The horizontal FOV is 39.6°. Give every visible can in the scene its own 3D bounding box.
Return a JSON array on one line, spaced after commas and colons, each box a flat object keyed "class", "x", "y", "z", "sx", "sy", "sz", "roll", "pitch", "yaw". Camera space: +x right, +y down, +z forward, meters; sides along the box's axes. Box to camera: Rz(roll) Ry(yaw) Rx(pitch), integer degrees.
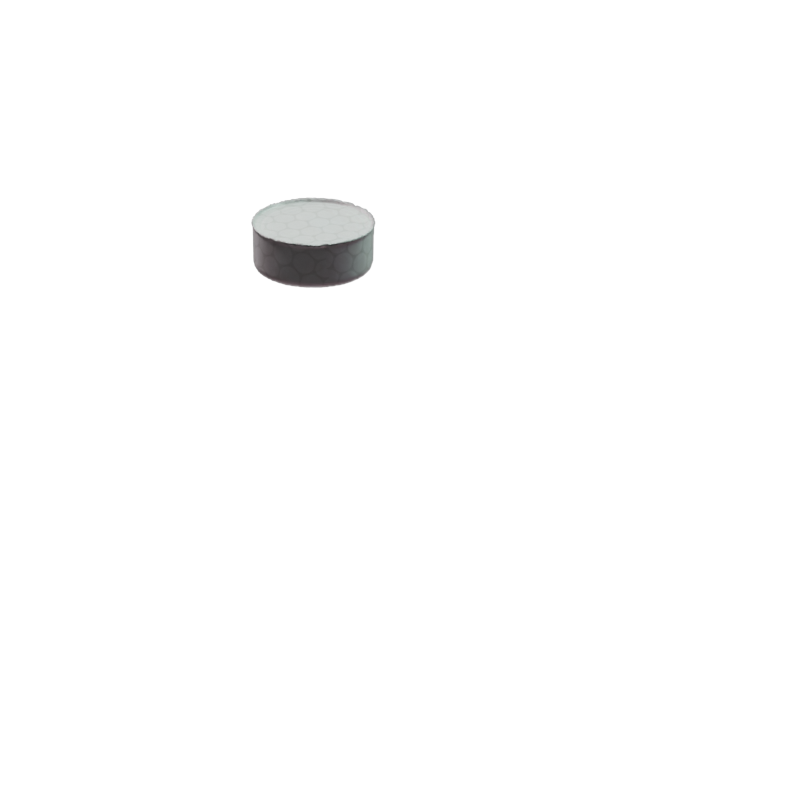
[{"class": "can", "x": -0.061, "y": -0.111, "z": 0.775, "sx": 0.086, "sy": 0.032, "sz": 0.091, "roll": -1, "pitch": 29, "yaw": -2}]
